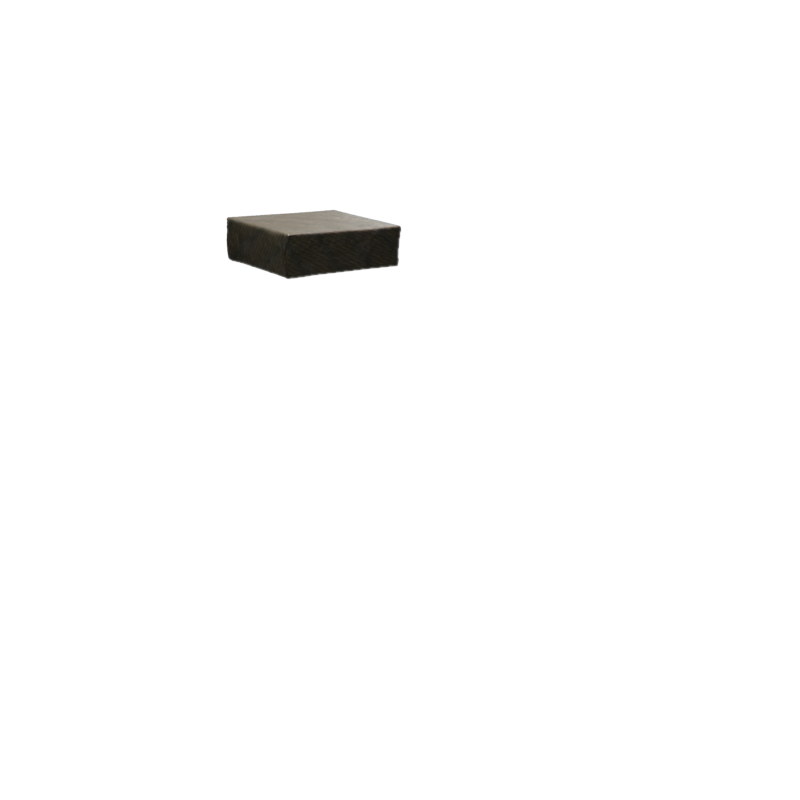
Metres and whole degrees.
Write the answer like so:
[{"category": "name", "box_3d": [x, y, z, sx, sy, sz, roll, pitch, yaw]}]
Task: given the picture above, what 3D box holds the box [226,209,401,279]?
[{"category": "box", "box_3d": [-0.070, -0.127, 0.891, 0.111, 0.038, 0.095, -13, 21, -36]}]
